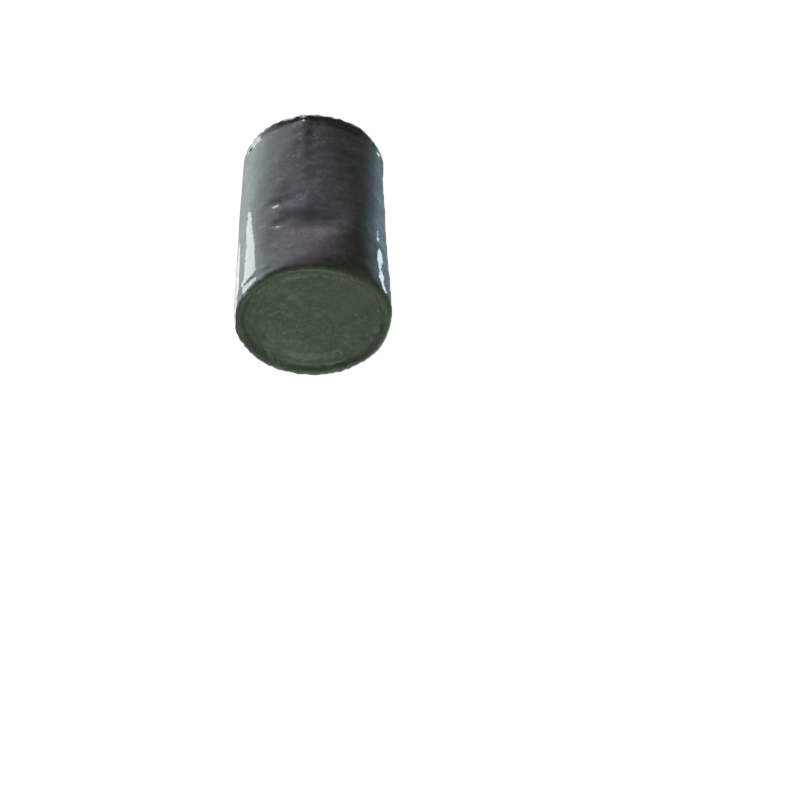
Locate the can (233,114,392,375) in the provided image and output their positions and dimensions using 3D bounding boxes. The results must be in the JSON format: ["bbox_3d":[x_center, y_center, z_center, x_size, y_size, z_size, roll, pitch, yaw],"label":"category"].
[{"bbox_3d":[-0.039,-0.071,0.497,0.068,0.110,0.064,-1,-43,-3],"label":"can"}]
